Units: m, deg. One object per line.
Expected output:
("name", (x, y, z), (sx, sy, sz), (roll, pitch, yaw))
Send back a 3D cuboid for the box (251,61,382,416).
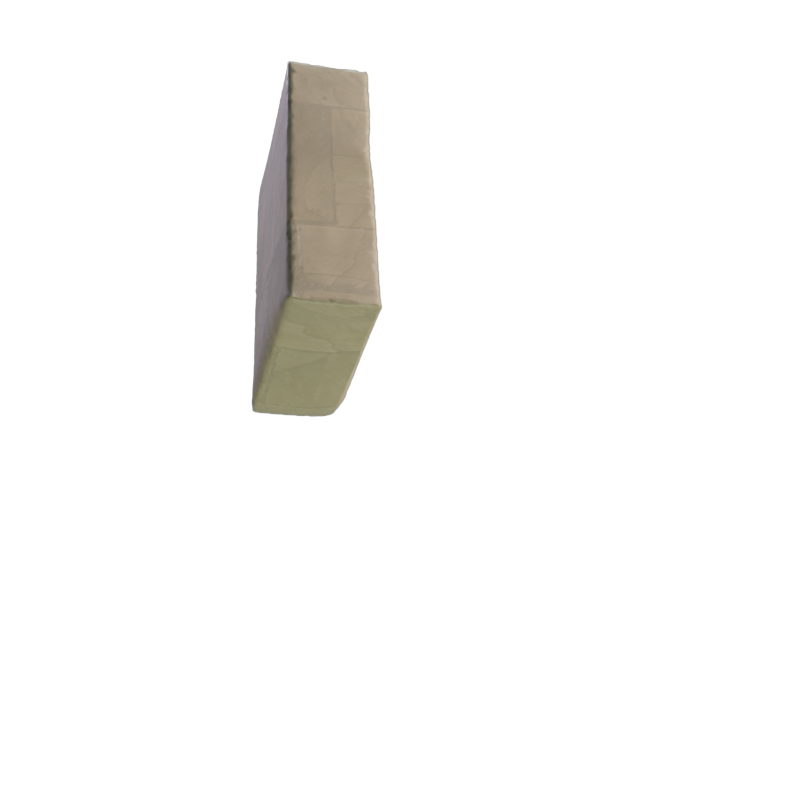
("box", (-0.065, -0.119, 0.831), (0.071, 0.228, 0.156), (6, -33, -13))
